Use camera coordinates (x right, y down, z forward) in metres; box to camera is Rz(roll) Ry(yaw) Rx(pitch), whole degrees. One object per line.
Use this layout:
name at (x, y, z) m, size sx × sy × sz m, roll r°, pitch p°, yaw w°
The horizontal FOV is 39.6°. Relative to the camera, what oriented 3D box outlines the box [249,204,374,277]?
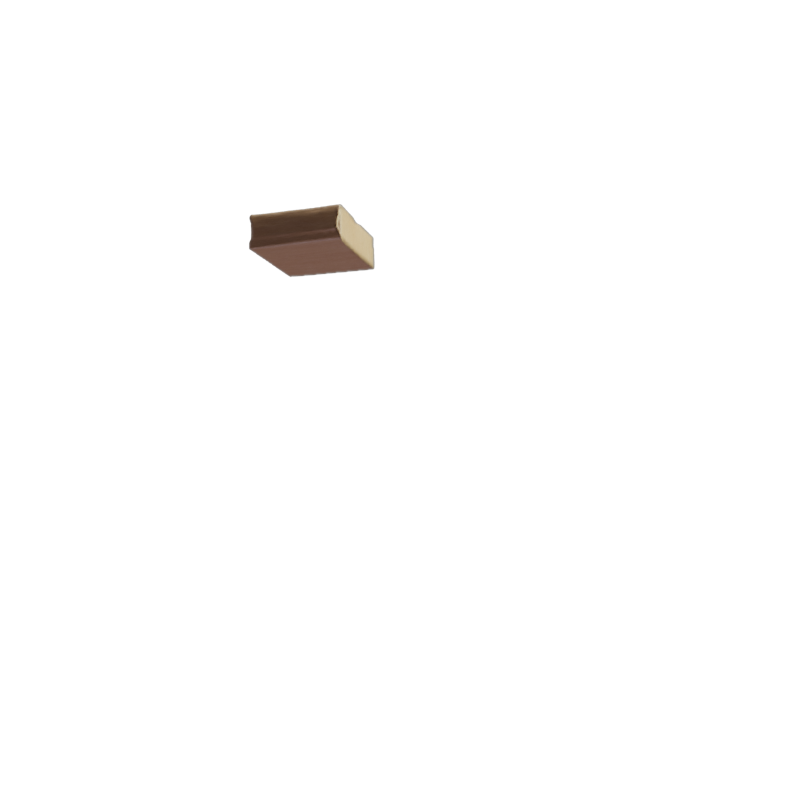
box at (-0.067, -0.122, 0.855) m, size 0.074 × 0.031 × 0.084 m, roll -4°, pitch -12°, yaw 17°
